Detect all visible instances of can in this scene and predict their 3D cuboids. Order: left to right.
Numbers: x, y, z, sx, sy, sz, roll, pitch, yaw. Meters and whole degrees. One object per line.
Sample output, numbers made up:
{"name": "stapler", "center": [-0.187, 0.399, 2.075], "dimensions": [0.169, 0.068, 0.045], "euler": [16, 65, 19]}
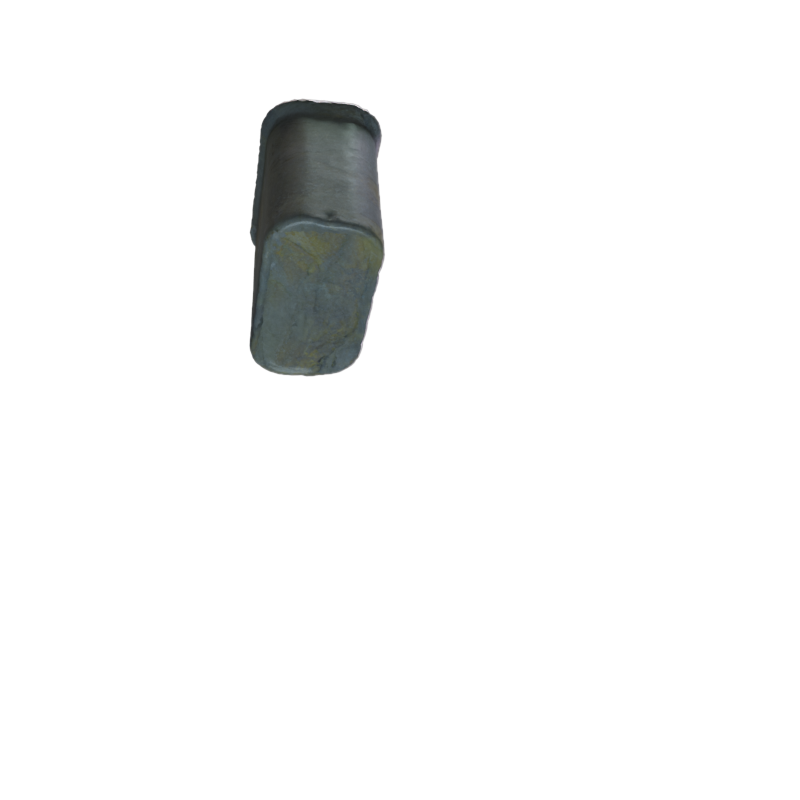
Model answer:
{"name": "can", "center": [-0.040, -0.073, 0.513], "dimensions": [0.057, 0.090, 0.096], "euler": [5, -44, -8]}
